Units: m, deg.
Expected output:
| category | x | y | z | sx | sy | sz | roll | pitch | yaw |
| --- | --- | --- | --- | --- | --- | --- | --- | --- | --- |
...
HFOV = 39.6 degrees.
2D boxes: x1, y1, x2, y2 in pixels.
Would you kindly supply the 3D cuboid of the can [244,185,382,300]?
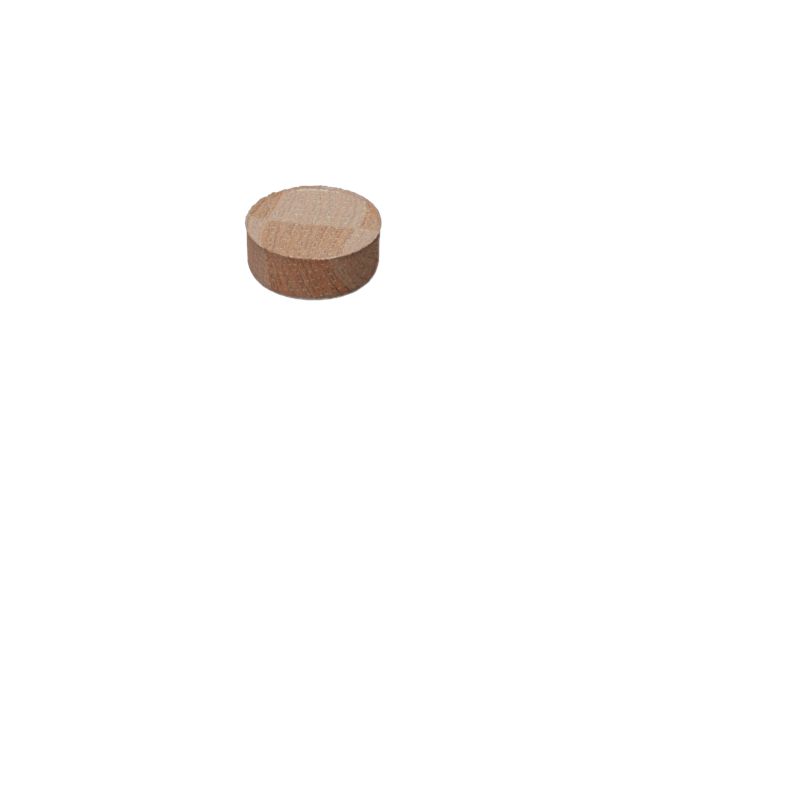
| category | x | y | z | sx | sy | sz | roll | pitch | yaw |
| --- | --- | --- | --- | --- | --- | --- | --- | --- | --- |
| can | -0.055 | -0.100 | 0.703 | 0.086 | 0.031 | 0.092 | -1 | 39 | -2 |
